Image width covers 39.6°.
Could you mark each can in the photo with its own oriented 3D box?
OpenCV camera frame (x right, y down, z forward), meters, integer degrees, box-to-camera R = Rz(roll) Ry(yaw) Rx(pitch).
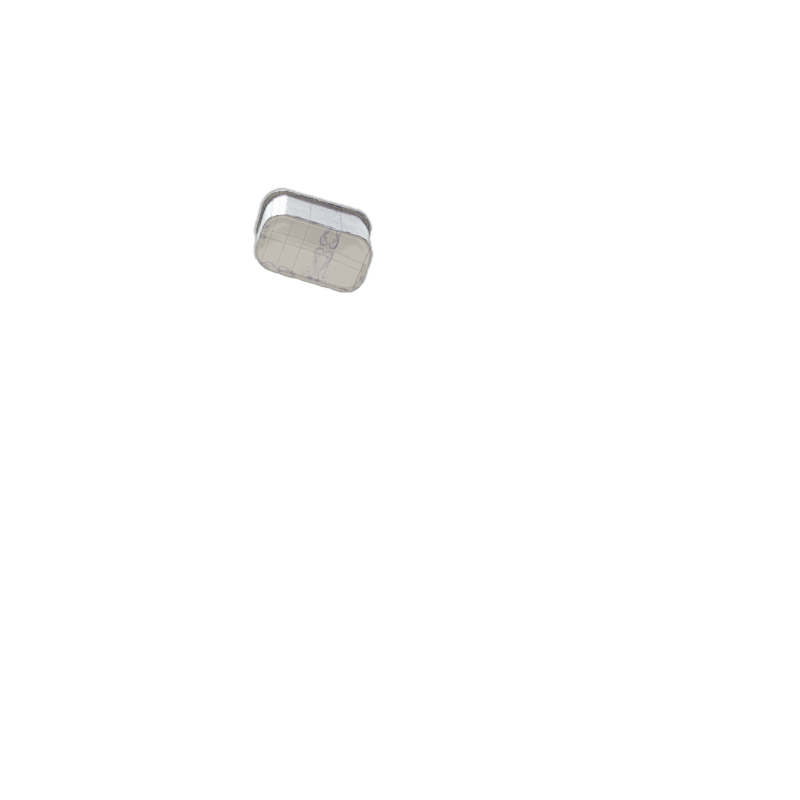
[{"bbox_3d":[-0.075,-0.138,0.963,0.101,0.056,0.087,15,19,-7],"label":"can"}]
